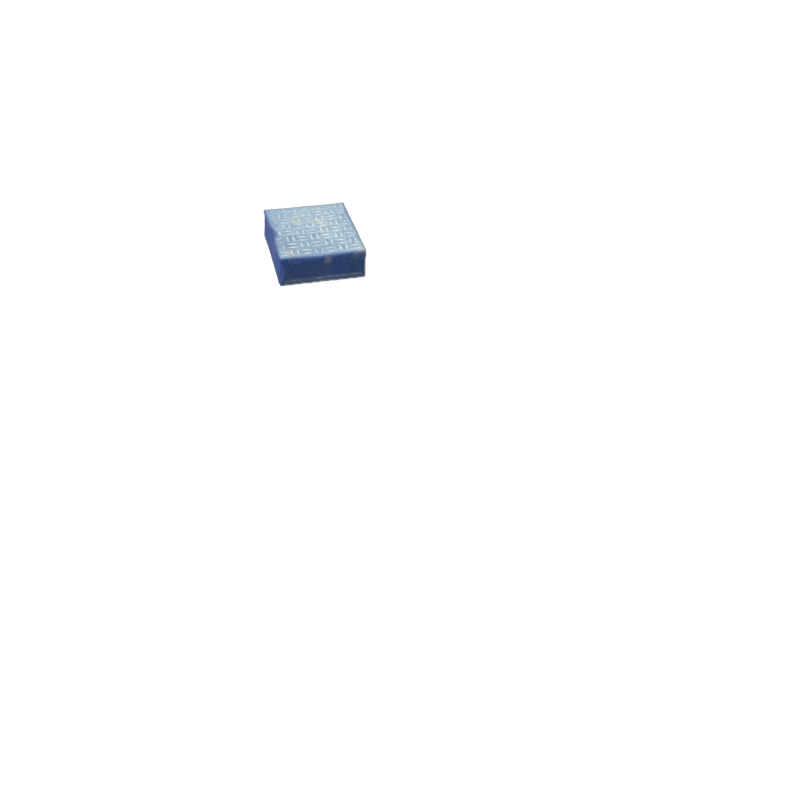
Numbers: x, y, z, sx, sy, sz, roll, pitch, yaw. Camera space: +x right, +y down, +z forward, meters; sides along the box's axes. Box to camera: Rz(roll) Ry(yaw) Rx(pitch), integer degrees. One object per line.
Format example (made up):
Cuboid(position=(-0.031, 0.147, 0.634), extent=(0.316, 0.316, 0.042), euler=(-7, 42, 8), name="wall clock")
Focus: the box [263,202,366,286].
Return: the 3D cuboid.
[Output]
Cuboid(position=(-0.074, -0.135, 0.942), extent=(0.072, 0.028, 0.096), euler=(-7, 37, -11), name="box")
